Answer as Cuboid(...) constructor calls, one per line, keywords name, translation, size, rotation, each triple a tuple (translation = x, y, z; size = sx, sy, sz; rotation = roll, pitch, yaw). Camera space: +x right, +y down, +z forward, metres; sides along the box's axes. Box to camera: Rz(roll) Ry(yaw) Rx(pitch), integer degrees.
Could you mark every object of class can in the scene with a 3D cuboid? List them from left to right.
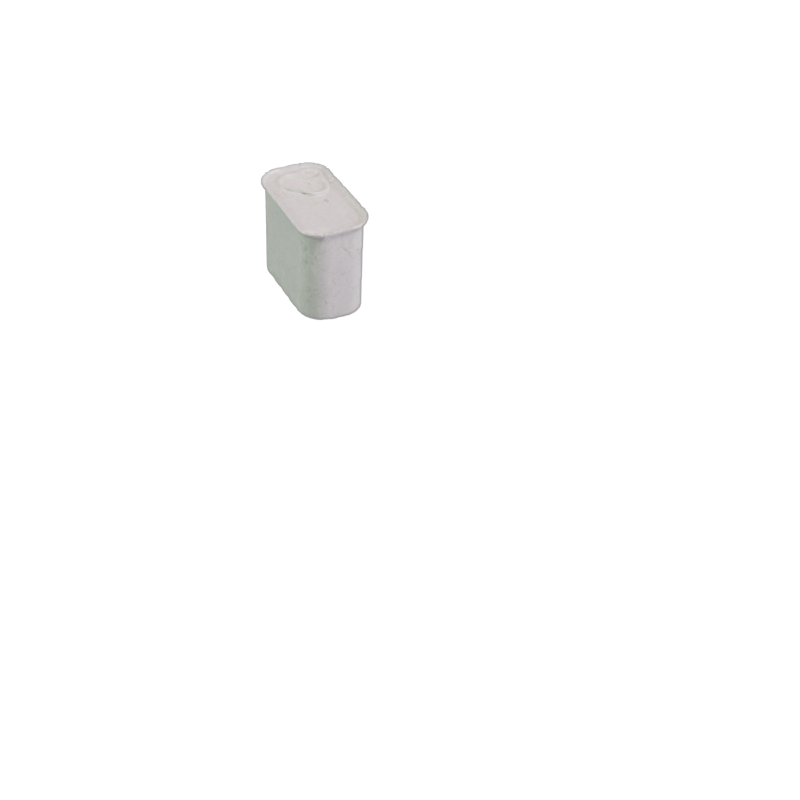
Cuboid(name="can", translation=(-0.067, -0.123, 0.861), size=(0.057, 0.078, 0.110), rotation=(-15, 42, -21))
